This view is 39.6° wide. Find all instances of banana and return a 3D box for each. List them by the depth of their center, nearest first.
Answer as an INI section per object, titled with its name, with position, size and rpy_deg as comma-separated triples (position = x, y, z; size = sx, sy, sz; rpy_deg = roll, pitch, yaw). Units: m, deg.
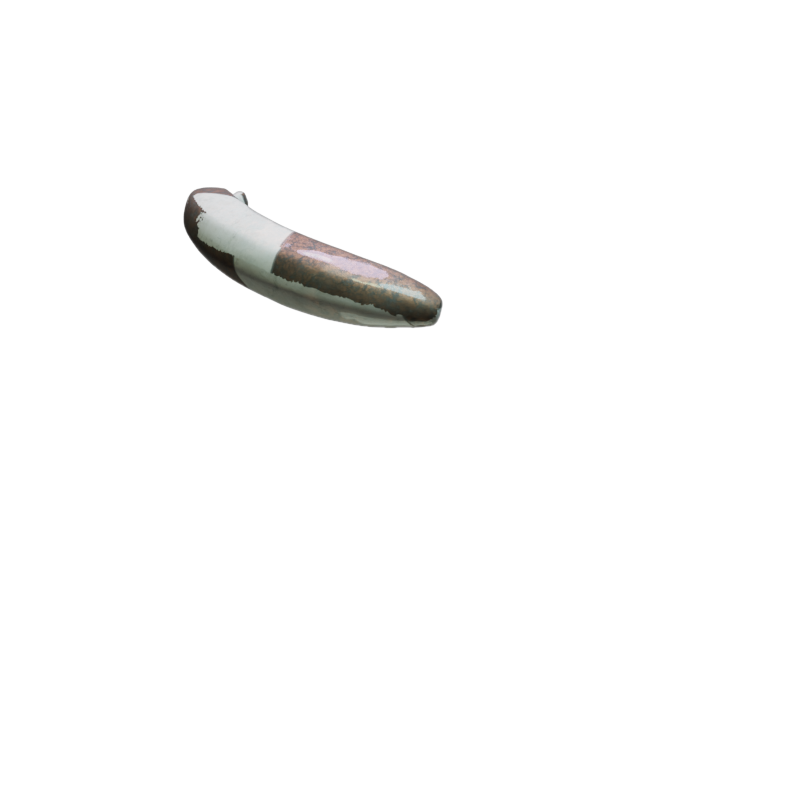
[banana]
position = -0.064, -0.081, 0.589
size = 0.069, 0.035, 0.212
rpy_deg = -19, 36, -30
